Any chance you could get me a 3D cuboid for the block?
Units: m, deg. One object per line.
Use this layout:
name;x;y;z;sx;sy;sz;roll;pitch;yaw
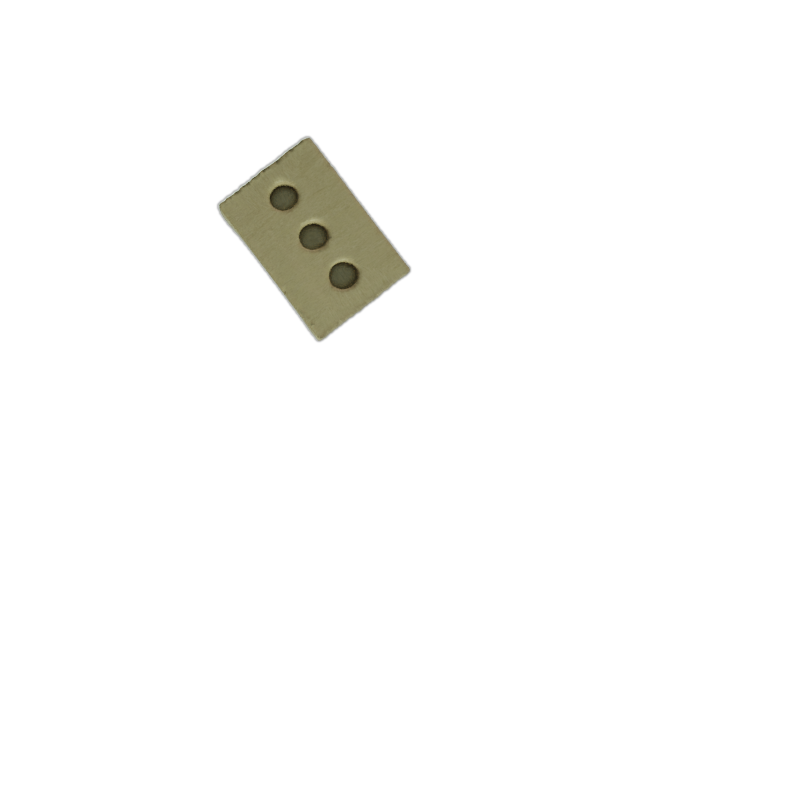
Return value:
block;-0.040;-0.073;0.511;0.053;0.079;0.051;-38;-2;-3
